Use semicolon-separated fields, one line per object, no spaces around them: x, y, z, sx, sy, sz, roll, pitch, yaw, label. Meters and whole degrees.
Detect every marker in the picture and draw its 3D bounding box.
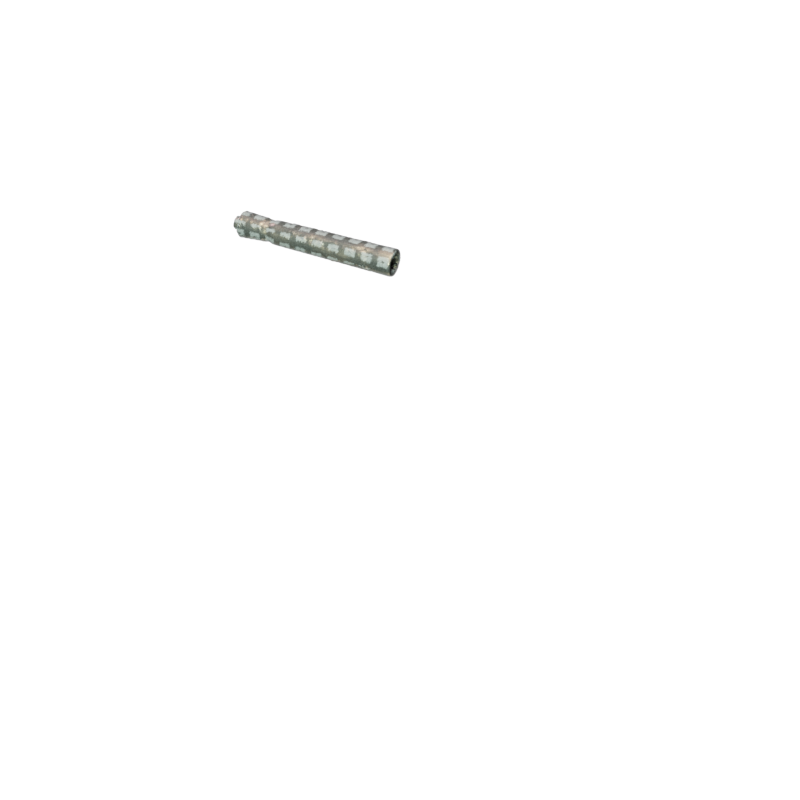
-0.059;-0.107;0.748;0.126;0.019;0.019;17;10;23;marker
